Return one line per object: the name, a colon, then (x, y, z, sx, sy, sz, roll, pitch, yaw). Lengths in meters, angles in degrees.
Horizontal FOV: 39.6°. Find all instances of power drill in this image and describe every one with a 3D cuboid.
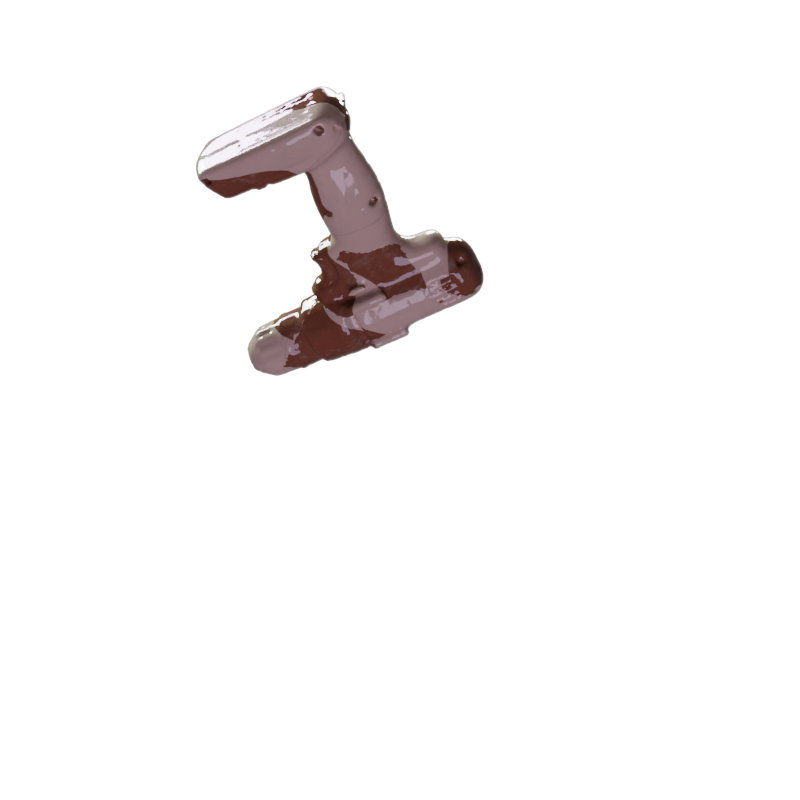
power drill: (-0.060, -0.109, 0.766, 0.185, 0.175, 0.061, -24, 33, 16)
